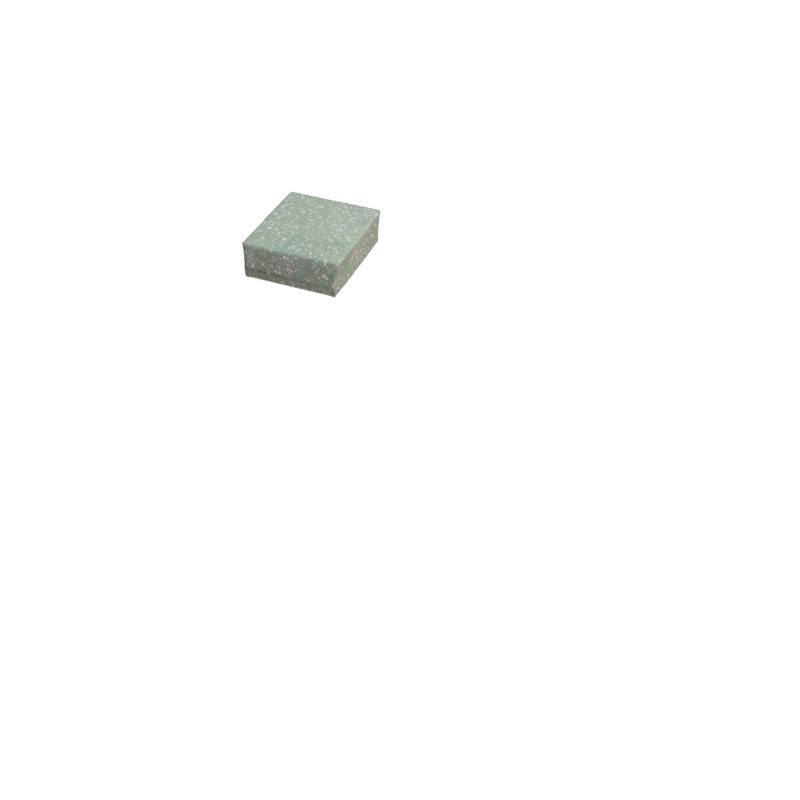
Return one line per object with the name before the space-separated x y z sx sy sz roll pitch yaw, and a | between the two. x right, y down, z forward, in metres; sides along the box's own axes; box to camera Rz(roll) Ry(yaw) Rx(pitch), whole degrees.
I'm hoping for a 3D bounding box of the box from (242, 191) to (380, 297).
box | -0.078 -0.141 0.989 0.092 0.036 0.118 12 38 15
